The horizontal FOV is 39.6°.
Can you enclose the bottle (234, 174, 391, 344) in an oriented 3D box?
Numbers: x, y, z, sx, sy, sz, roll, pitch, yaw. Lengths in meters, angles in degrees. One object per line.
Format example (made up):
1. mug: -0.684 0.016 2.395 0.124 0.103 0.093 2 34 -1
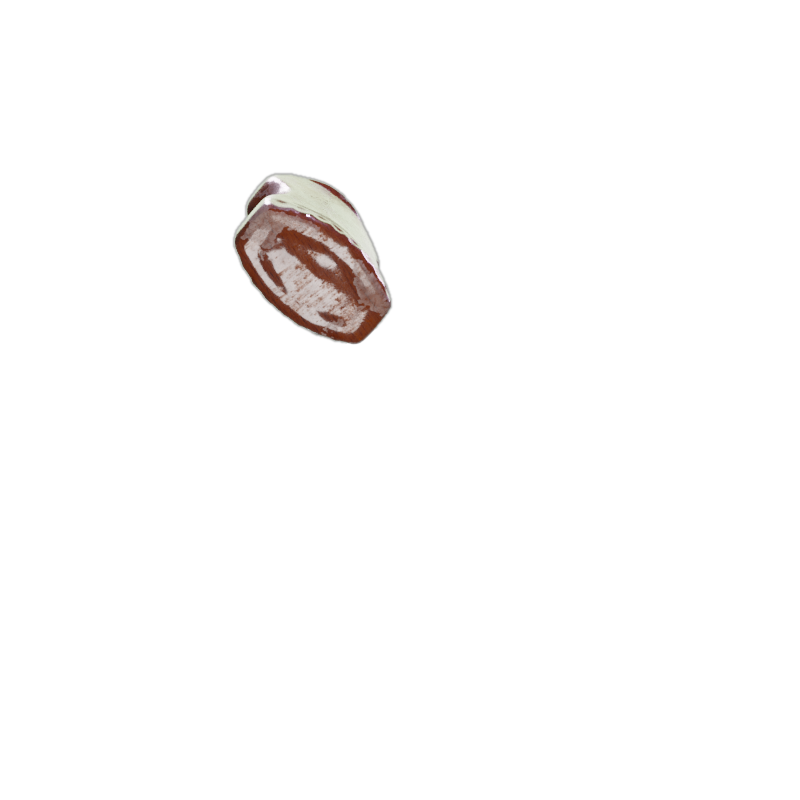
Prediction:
1. bottle: -0.055 -0.102 0.709 0.093 0.058 0.199 36 13 -14
